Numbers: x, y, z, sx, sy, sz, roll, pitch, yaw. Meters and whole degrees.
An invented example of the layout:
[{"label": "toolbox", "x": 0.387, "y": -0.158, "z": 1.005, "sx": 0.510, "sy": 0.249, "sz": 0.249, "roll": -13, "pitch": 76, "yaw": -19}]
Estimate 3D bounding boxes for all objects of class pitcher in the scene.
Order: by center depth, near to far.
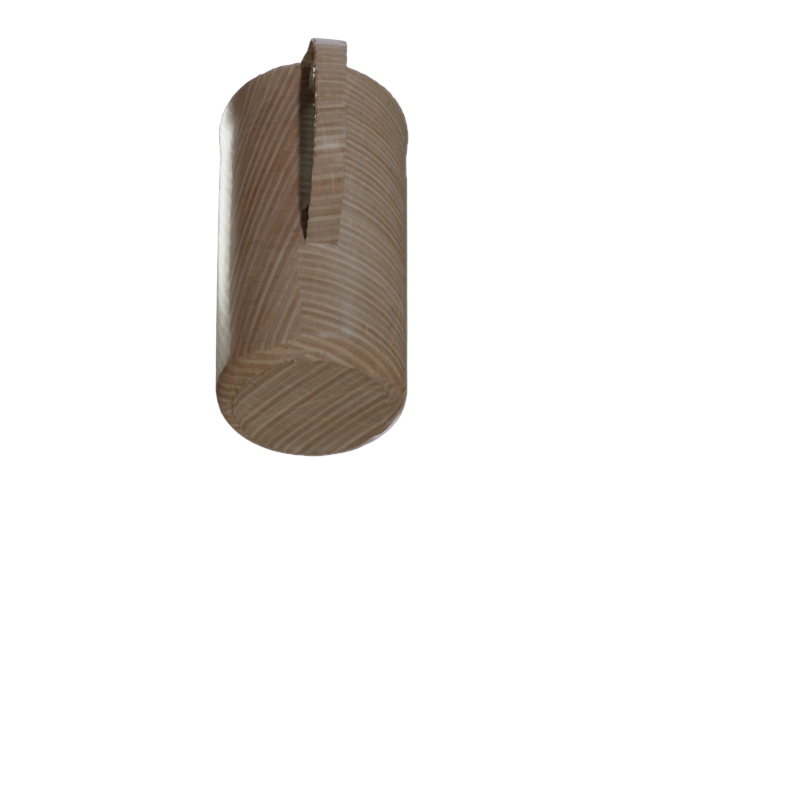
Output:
[{"label": "pitcher", "x": -0.054, "y": -0.099, "z": 0.693, "sx": 0.145, "sy": 0.261, "sz": 0.139, "roll": -27, "pitch": -47, "yaw": 25}]
